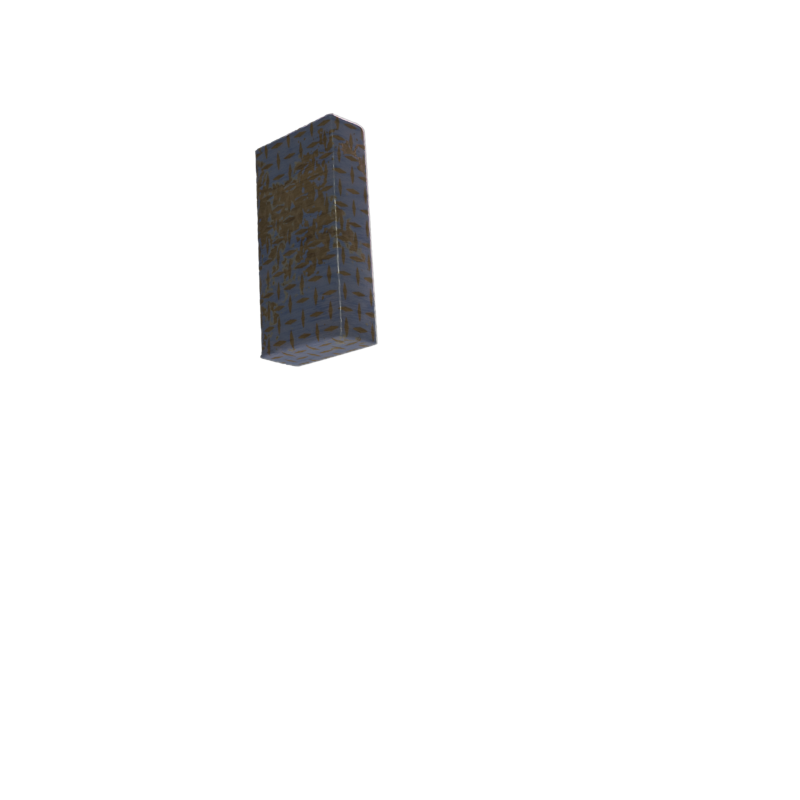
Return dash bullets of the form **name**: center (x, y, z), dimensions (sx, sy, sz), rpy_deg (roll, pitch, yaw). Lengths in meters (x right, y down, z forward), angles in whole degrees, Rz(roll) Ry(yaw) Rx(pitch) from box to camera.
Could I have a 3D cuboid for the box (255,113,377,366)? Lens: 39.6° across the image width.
- **box**: center (-0.066, -0.122, 0.852), dimensions (0.095, 0.184, 0.045), rpy_deg (-18, -25, 41)
